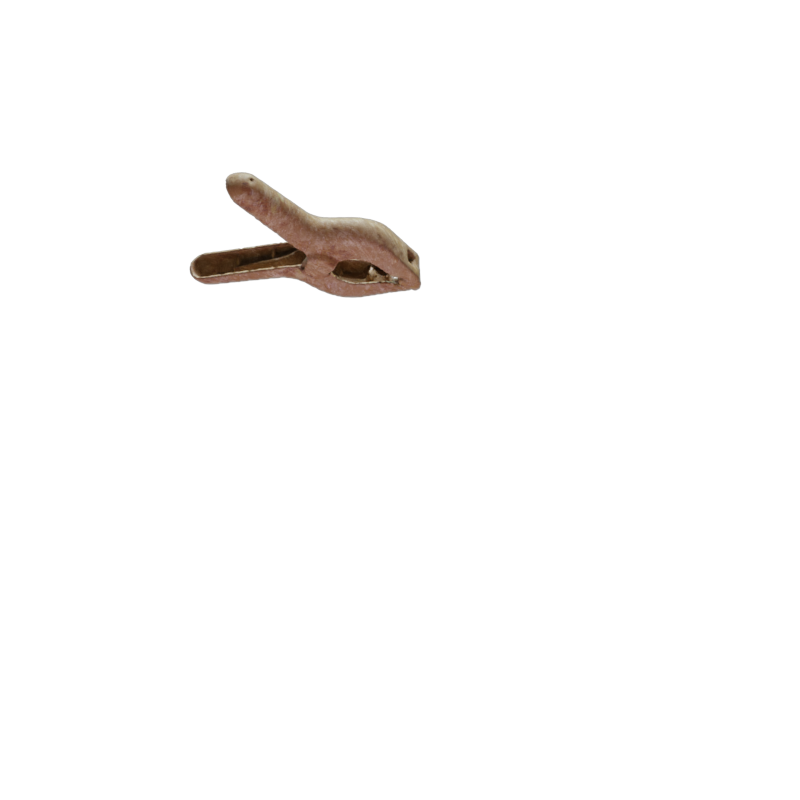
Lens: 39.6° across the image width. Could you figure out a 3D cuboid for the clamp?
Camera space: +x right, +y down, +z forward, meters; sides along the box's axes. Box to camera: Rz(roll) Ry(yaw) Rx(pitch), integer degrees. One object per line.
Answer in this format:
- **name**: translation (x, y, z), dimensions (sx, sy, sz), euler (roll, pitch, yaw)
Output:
- **clamp**: translation (-0.063, -0.115, 0.804), dimensions (0.169, 0.042, 0.115), euler (4, -25, -10)
